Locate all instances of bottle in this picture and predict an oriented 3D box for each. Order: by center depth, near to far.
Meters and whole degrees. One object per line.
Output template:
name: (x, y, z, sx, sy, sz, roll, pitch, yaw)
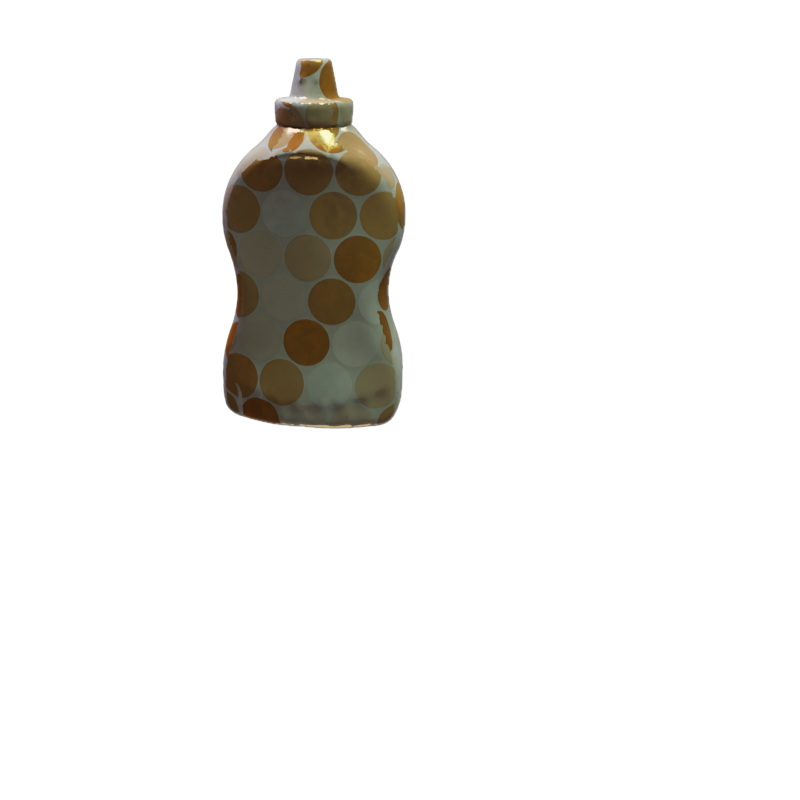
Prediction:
bottle: (-0.046, -0.084, 0.589, 0.098, 0.186, 0.059, 4, 14, 11)
